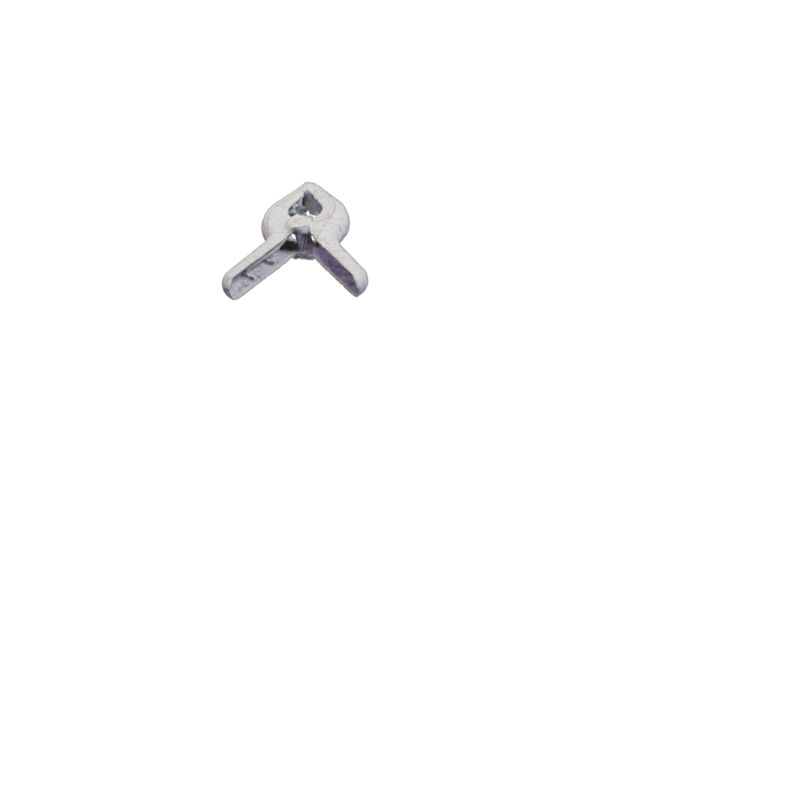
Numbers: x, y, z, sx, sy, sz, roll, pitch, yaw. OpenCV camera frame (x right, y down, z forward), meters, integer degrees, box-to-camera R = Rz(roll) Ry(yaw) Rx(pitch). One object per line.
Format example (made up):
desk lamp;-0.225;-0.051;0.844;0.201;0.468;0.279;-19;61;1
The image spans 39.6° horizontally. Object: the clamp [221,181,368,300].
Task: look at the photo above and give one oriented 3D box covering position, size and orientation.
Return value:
clamp;-0.076;-0.138;0.966;0.122;0.037;0.181;7;40;8
